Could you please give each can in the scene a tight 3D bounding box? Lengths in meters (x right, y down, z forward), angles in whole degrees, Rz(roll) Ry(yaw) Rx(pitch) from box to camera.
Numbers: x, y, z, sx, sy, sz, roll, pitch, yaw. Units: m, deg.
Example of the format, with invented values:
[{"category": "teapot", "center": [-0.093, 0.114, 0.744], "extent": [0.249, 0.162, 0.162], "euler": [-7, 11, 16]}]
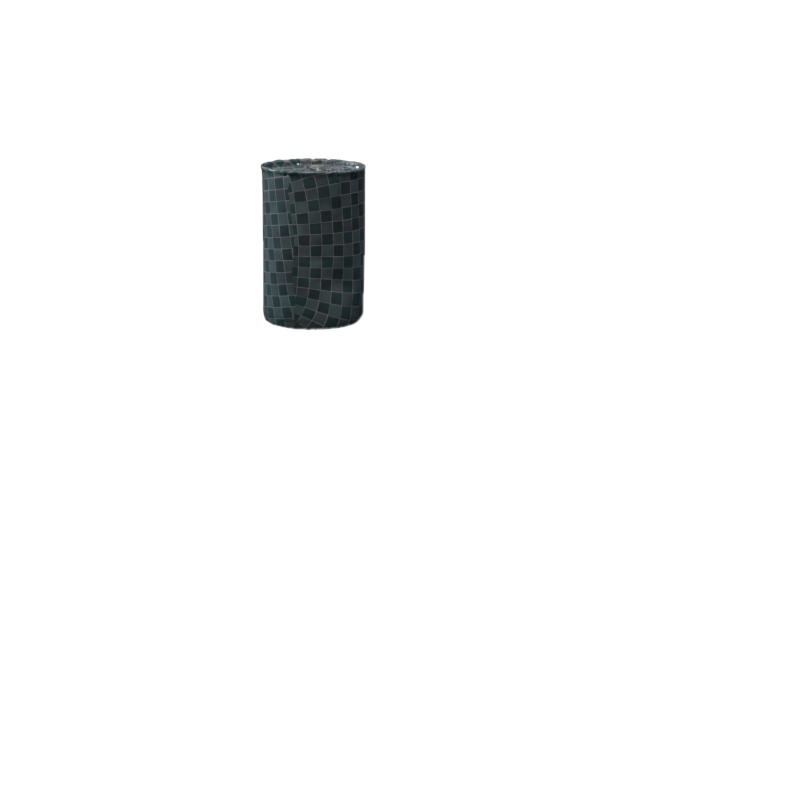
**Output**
[{"category": "can", "center": [-0.057, -0.103, 0.724], "extent": [0.068, 0.099, 0.071], "euler": [0, 14, -2]}]
